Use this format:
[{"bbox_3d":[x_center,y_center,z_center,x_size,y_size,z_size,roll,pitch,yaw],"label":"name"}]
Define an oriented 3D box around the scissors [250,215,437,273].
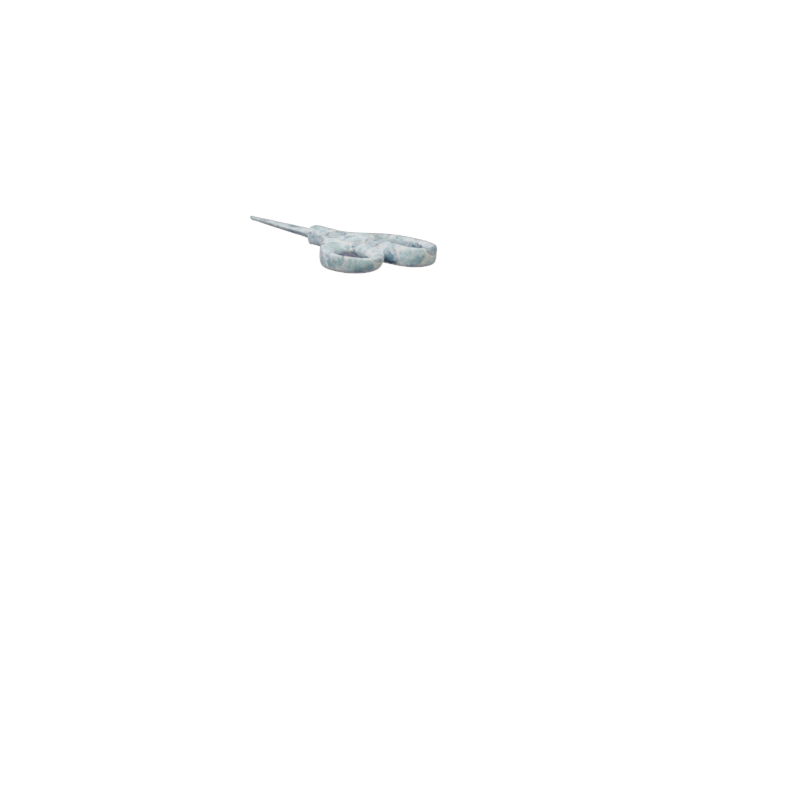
[{"bbox_3d":[-0.068,-0.124,0.870,0.212,0.015,0.095,14,24,33],"label":"scissors"}]
